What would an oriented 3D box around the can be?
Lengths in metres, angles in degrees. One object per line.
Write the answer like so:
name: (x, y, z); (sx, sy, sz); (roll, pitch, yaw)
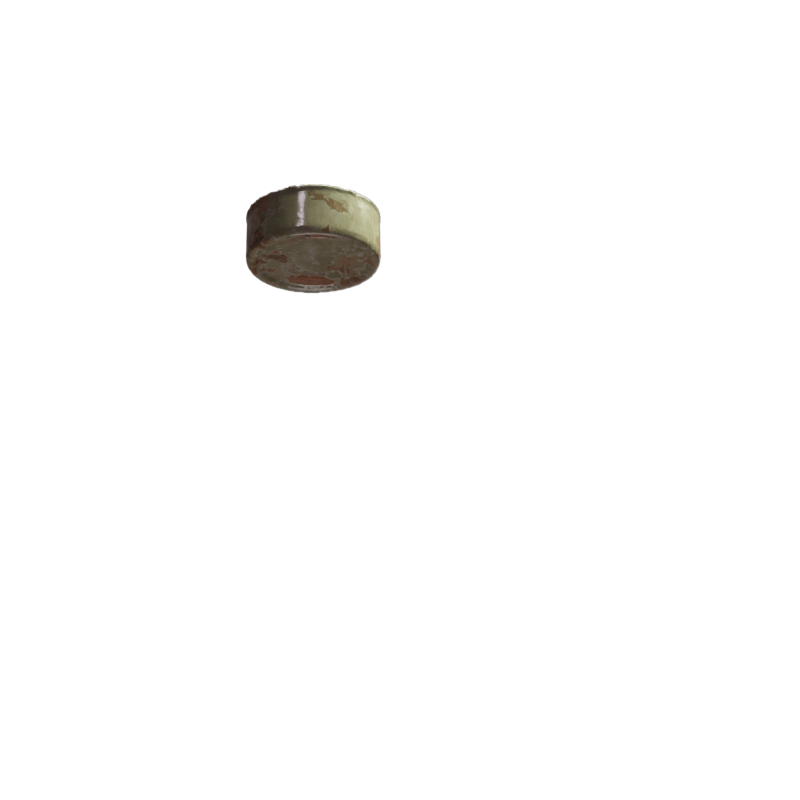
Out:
can: (-0.055, -0.099, 0.697); (0.086, 0.035, 0.081); (0, -22, -2)
